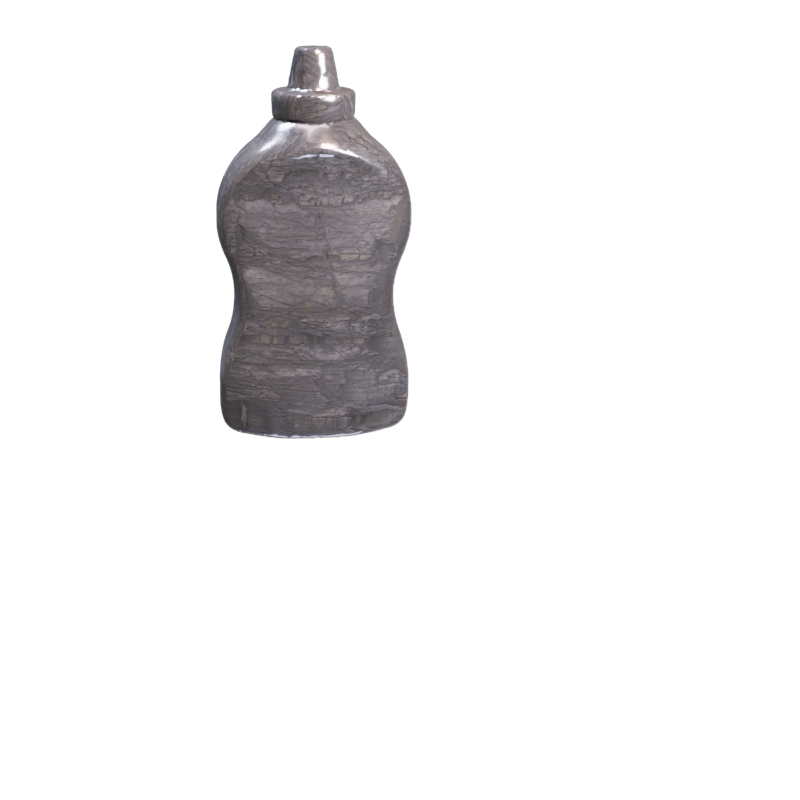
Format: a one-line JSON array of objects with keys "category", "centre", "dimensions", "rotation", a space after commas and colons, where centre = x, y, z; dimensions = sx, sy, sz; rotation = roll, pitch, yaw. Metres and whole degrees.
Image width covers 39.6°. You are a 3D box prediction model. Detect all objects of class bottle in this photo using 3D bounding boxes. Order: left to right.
[{"category": "bottle", "centre": [-0.043, -0.079, 0.552], "dimensions": [0.095, 0.184, 0.061], "rotation": [0, 17, -4]}]
